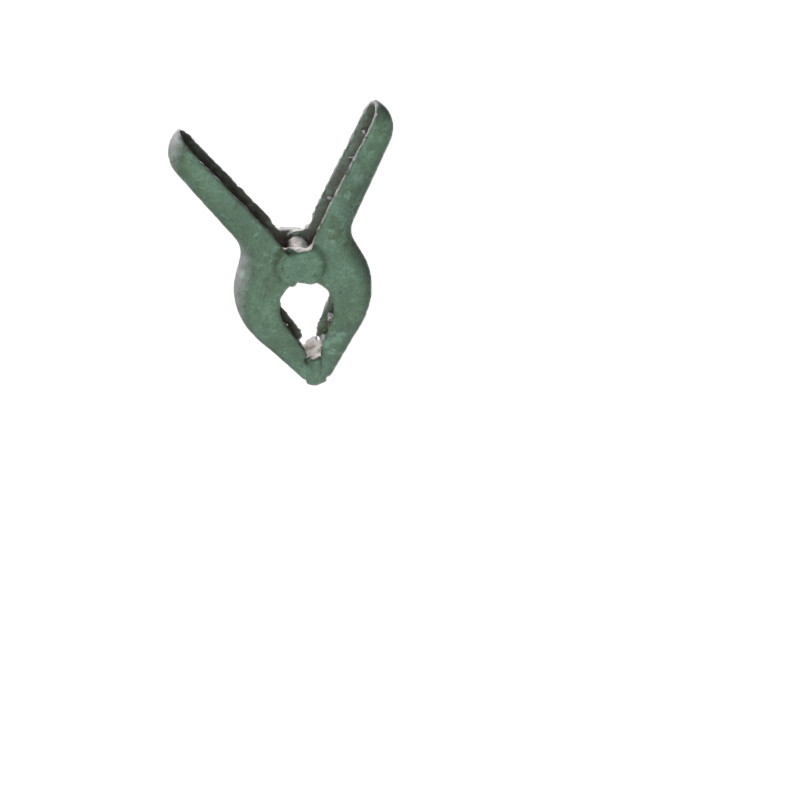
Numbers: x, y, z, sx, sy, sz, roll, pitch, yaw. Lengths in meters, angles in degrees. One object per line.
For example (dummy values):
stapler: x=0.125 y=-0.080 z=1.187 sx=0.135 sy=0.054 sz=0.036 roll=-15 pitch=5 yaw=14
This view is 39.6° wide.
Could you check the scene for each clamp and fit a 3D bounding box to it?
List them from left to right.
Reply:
clamp: x=-0.049 y=-0.089 z=0.624 sx=0.121 sy=0.160 sz=0.042 roll=-12 pitch=32 yaw=8
